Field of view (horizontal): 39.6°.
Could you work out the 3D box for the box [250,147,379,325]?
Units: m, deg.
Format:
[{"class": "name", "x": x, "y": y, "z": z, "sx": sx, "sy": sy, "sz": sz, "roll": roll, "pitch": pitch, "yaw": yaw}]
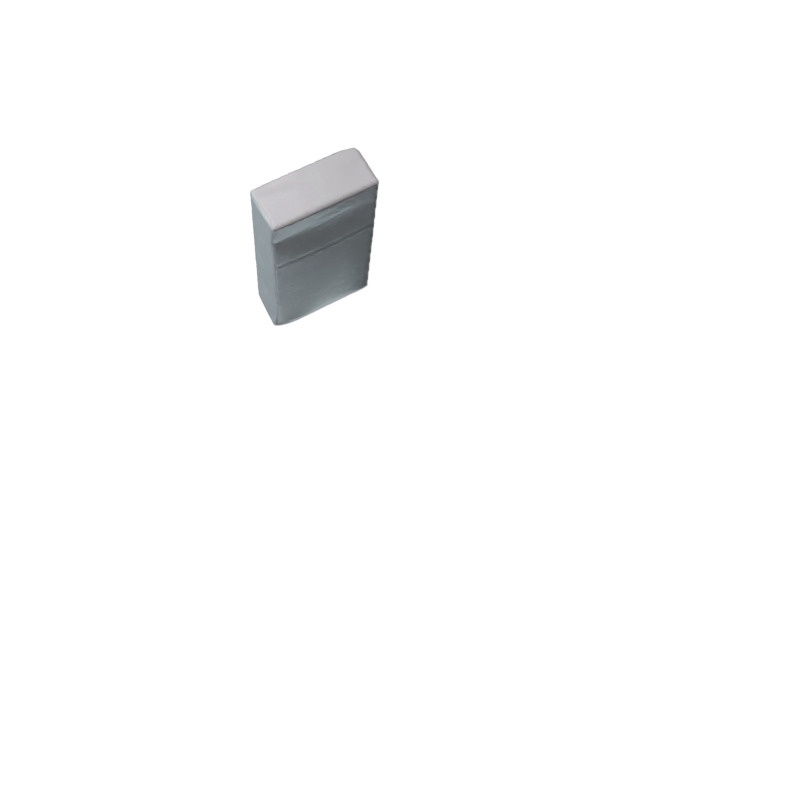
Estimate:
[{"class": "box", "x": -0.070, "y": -0.129, "z": 0.900, "sx": 0.093, "sy": 0.051, "sz": 0.166, "roll": -26, "pitch": -20, "yaw": -15}]
